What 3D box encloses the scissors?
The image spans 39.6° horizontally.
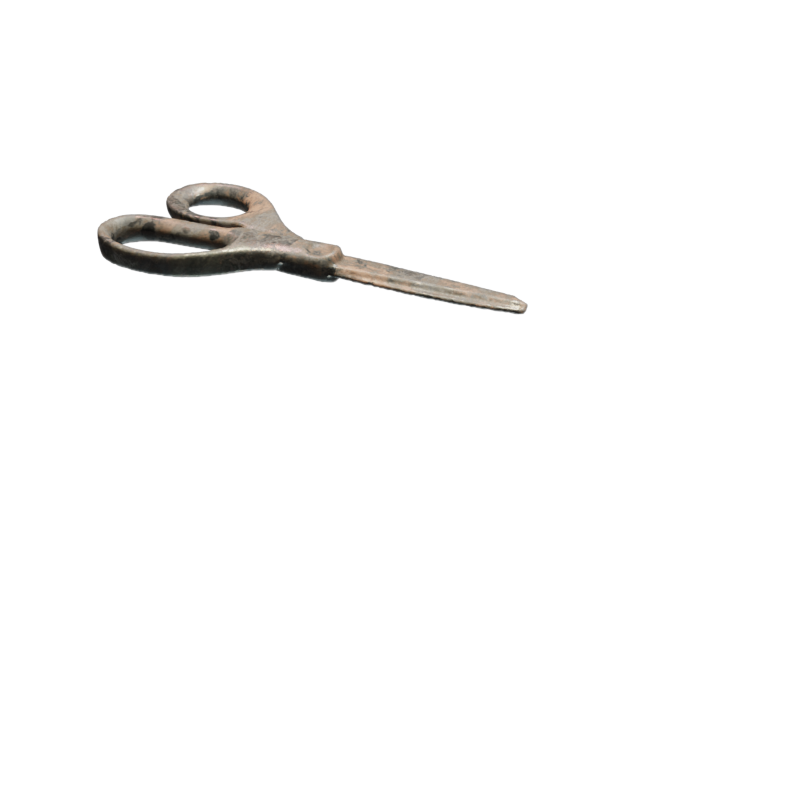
[{"bbox_3d":[-0.041,-0.075,0.523,0.205,0.015,0.101,6,33,9],"label":"scissors"}]
